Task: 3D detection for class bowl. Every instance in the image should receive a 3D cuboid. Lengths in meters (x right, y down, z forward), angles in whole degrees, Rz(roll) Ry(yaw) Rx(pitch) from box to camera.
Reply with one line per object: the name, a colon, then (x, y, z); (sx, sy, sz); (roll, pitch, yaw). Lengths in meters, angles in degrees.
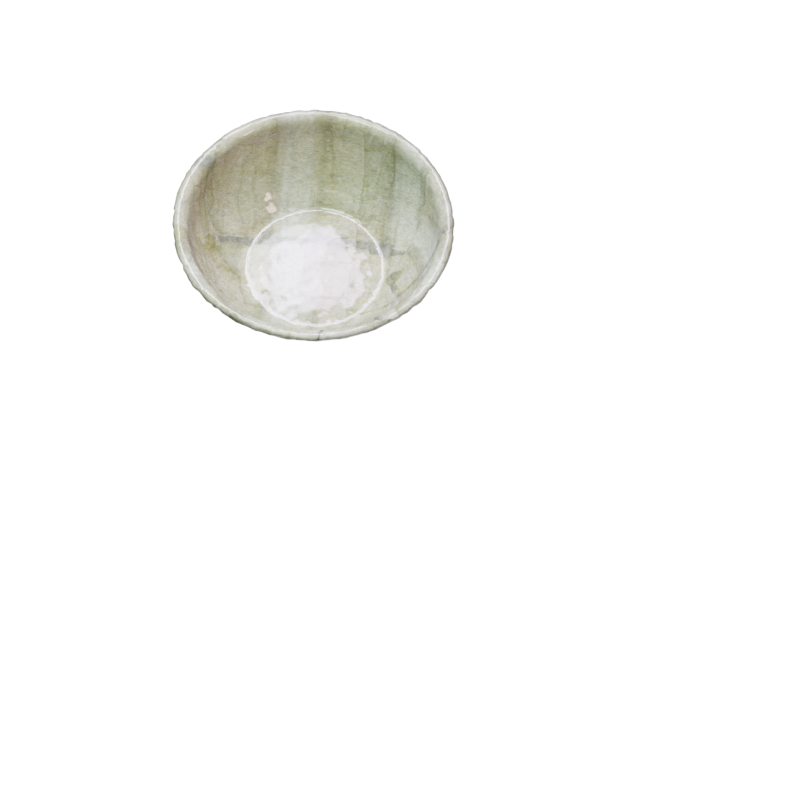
bowl: (-0.051, -0.094, 0.656); (0.162, 0.173, 0.052); (-1, -32, -1)
